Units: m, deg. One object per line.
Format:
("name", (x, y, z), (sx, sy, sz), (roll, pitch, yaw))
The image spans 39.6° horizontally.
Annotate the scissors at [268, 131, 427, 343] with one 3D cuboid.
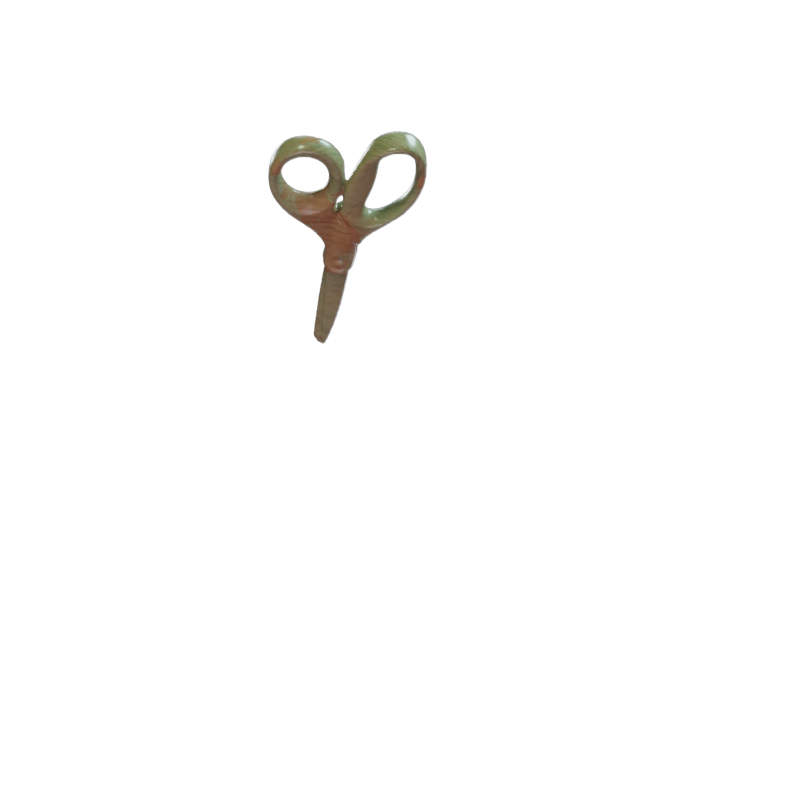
("scissors", (-0.052, -0.095, 0.664), (0.093, 0.017, 0.195), (14, -36, -21))
